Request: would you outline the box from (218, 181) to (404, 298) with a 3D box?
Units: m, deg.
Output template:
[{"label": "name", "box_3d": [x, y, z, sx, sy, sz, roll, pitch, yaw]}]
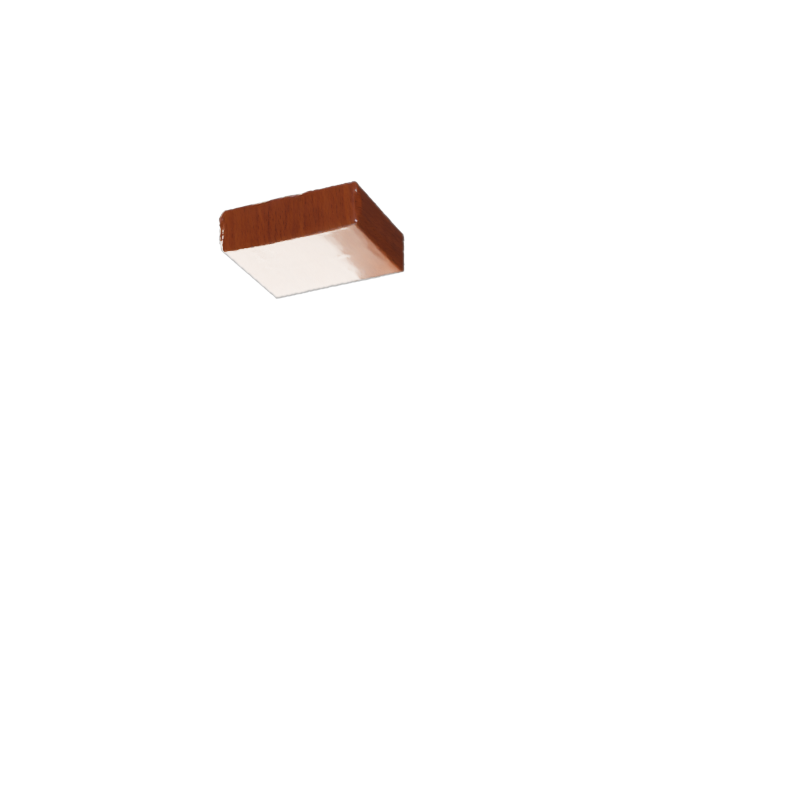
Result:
[{"label": "box", "box_3d": [-0.051, -0.093, 0.654, 0.091, 0.032, 0.068, -9, -22, 22]}]
